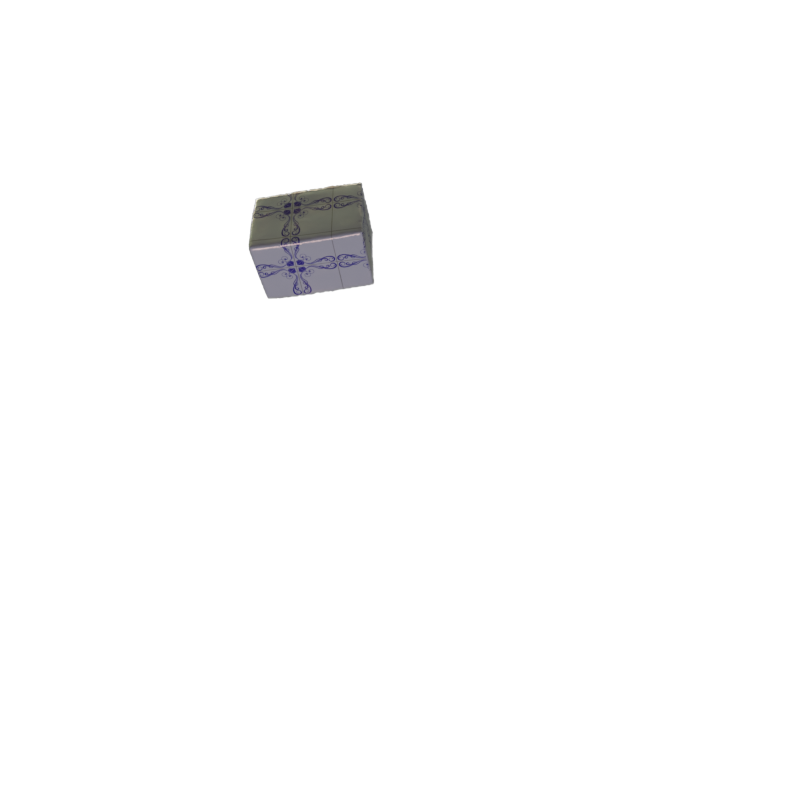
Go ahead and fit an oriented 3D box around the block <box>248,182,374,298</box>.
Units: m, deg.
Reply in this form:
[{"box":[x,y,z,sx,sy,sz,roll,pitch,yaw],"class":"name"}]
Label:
[{"box":[-0.060,-0.109,0.764,0.078,0.055,0.049,-7,-43,7],"class":"block"}]
